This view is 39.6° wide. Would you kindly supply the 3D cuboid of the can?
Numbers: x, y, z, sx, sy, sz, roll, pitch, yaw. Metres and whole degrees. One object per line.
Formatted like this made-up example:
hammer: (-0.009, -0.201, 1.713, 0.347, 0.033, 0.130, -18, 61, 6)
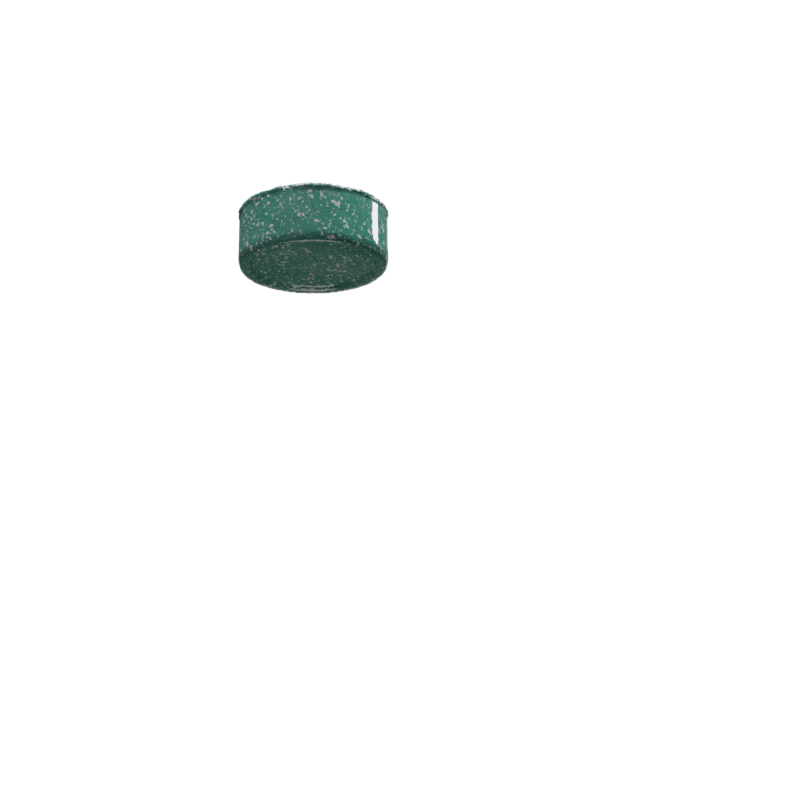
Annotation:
can: (-0.049, -0.090, 0.629, 0.086, 0.035, 0.082, 0, -17, -2)
